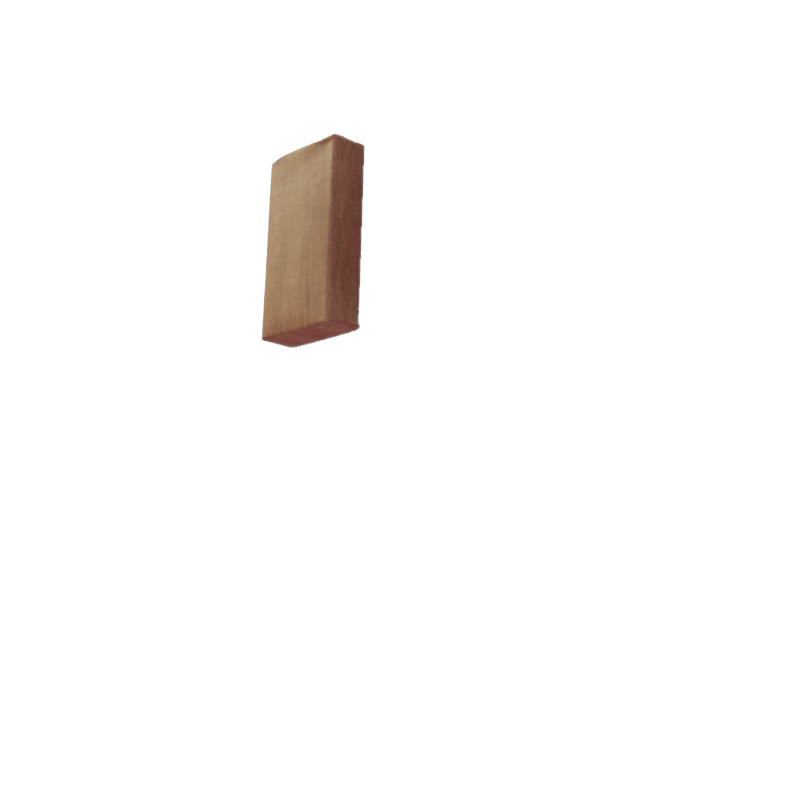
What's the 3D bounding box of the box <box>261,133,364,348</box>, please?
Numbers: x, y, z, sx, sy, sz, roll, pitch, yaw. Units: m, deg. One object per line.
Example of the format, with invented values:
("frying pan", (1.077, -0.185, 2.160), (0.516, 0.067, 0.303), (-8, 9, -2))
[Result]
("box", (-0.079, -0.143, 0.999), (0.045, 0.184, 0.095), (15, -23, -42))
